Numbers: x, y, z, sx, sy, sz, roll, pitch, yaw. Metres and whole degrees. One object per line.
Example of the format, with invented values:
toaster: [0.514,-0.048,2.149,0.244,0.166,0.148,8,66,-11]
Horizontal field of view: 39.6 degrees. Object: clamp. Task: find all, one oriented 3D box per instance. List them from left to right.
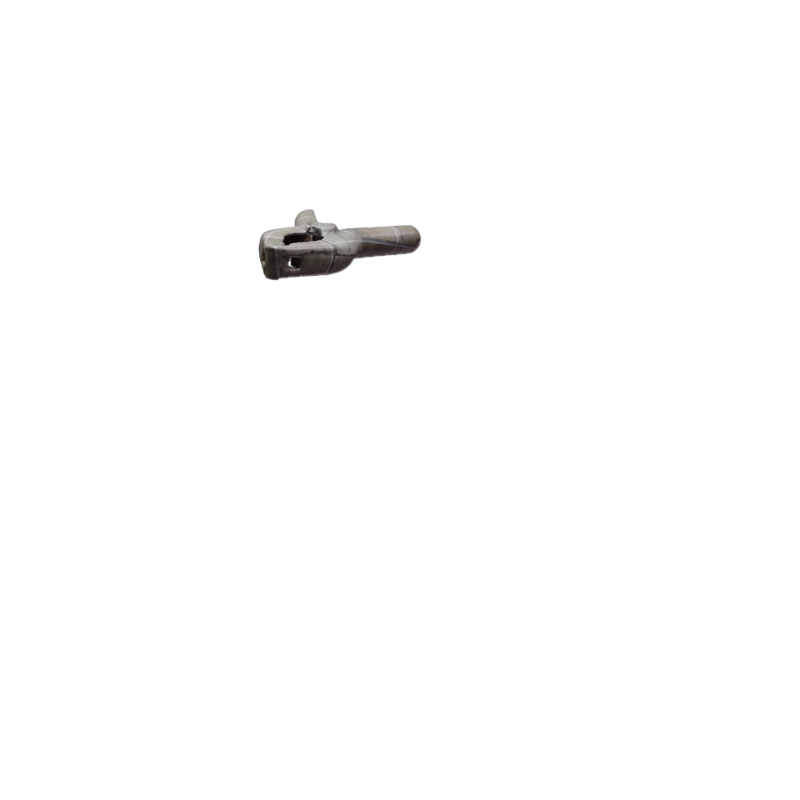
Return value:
clamp: [-0.073,-0.134,0.938,0.126,0.038,0.168,10,18,33]
